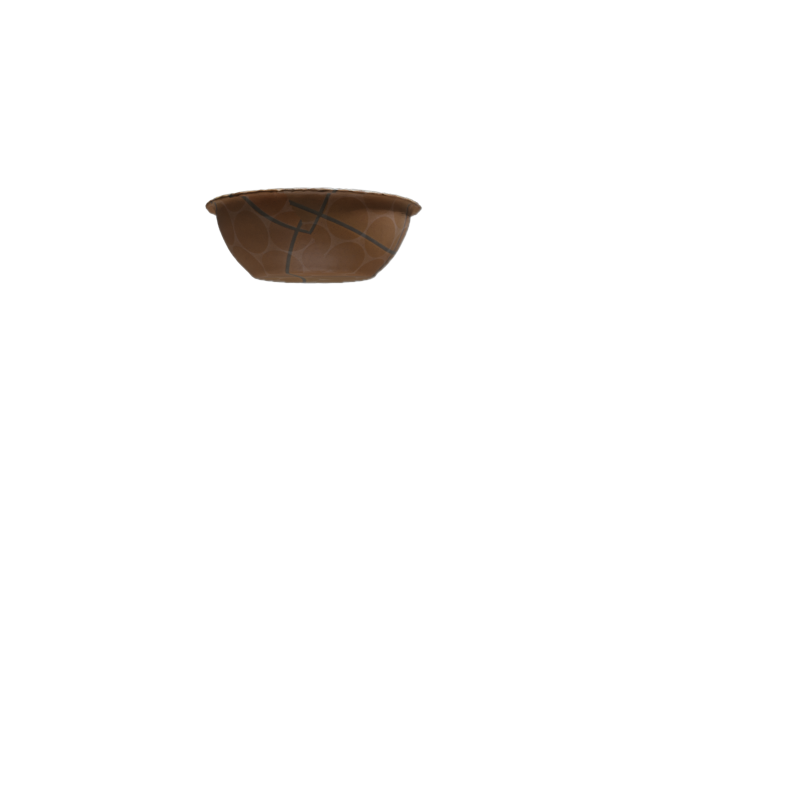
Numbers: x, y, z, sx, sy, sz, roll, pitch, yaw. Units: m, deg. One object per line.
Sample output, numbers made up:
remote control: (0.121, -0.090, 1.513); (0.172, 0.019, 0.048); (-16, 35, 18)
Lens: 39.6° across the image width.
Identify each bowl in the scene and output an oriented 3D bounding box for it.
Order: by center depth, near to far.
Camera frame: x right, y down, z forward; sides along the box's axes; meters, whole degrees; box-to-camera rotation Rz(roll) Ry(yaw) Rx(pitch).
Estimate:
bowl: (-0.065, -0.118, 0.829); (0.162, 0.056, 0.161); (0, 0, -2)
